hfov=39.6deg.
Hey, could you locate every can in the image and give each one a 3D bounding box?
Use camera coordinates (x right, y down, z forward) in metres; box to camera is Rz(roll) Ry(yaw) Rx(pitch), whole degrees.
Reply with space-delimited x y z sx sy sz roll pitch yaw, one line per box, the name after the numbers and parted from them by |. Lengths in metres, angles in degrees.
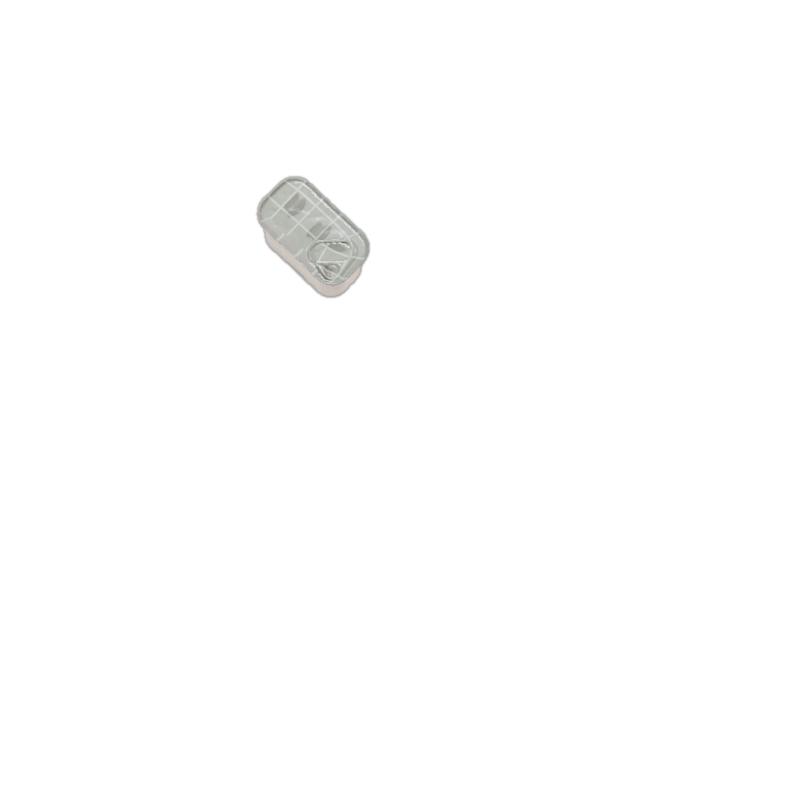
-0.078 -0.143 0.999 0.104 0.058 0.082 44 -8 6 | can
